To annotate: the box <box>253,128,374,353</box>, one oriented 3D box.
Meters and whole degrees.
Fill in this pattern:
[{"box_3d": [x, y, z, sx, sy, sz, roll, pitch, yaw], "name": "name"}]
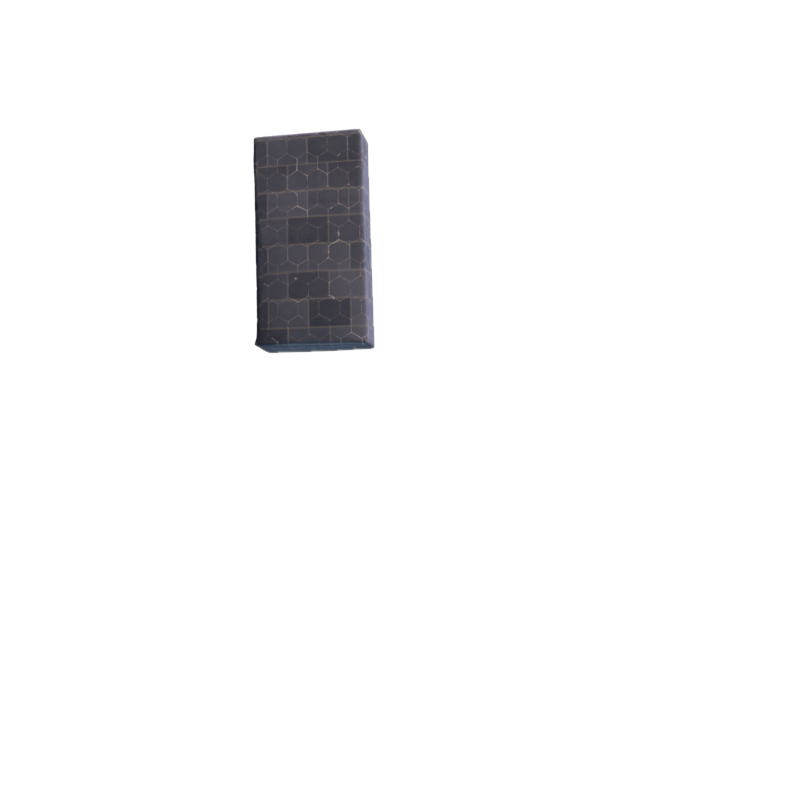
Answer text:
[{"box_3d": [-0.071, -0.129, 0.906, 0.094, 0.182, 0.046, -3, -13, 10], "name": "box"}]
